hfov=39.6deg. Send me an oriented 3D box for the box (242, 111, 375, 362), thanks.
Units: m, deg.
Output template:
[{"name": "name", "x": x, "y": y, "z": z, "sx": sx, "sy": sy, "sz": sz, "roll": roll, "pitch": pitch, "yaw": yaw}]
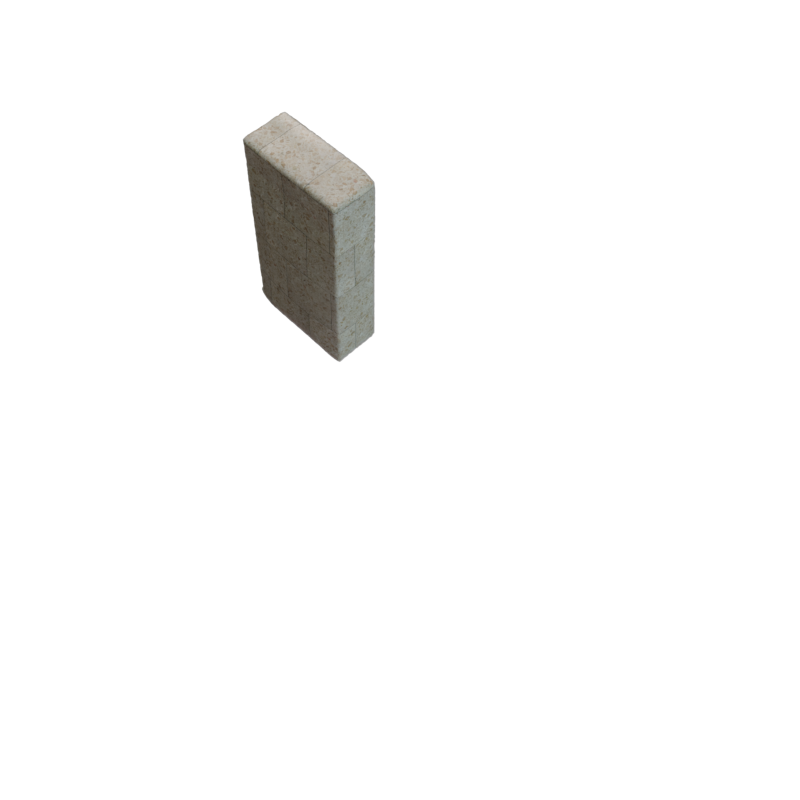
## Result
[{"name": "box", "x": -0.062, "y": -0.113, "z": 0.794, "sx": 0.048, "sy": 0.099, "sz": 0.165, "roll": -36, "pitch": -26, "yaw": -25}]
